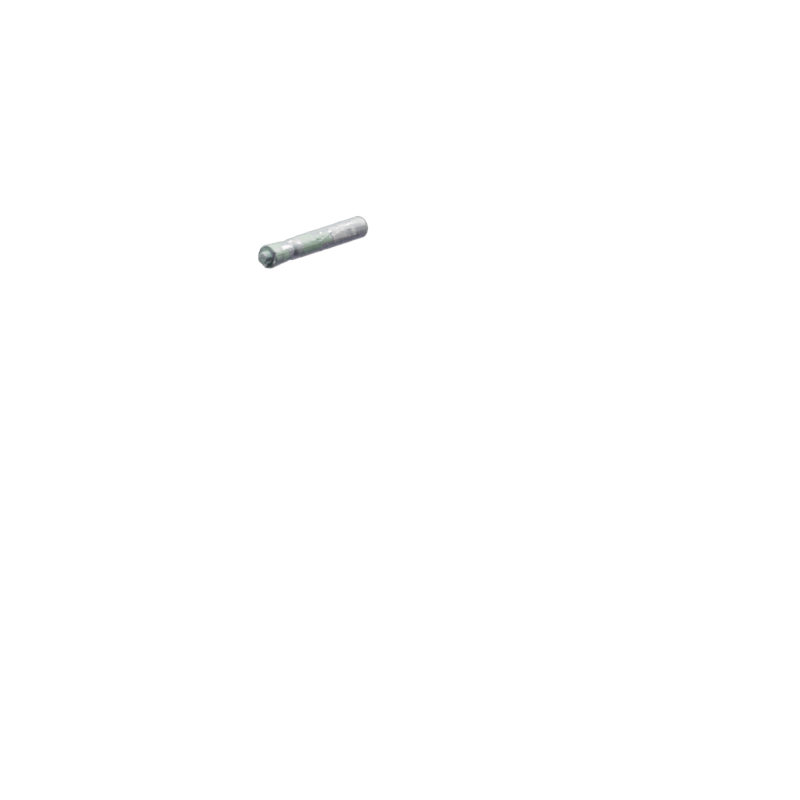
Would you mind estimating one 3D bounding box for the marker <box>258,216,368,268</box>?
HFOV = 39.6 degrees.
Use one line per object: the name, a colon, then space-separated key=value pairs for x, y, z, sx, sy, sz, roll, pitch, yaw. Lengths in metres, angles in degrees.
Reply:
marker: x=-0.069 y=-0.126 z=0.883 sx=0.021 sy=0.019 sz=0.120 roll=3 pitch=20 yaw=38
